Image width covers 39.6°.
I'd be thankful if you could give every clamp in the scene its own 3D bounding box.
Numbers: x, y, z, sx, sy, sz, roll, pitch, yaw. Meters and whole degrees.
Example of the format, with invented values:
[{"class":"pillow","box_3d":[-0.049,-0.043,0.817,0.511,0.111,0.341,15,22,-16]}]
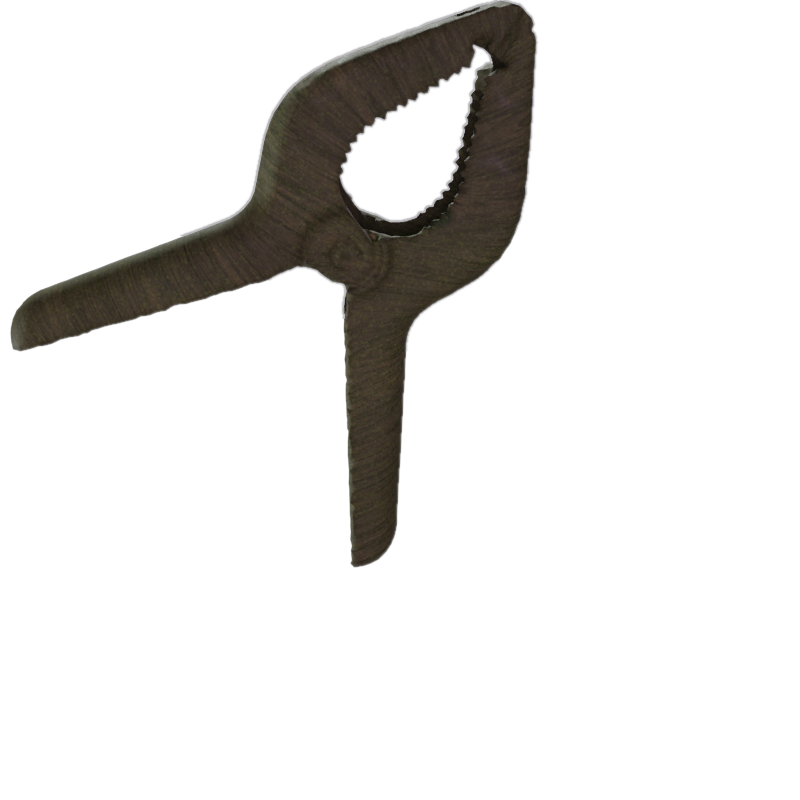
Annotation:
[{"class":"clamp","box_3d":[-0.031,-0.056,0.394,0.161,0.206,0.038,28,14,-8]}]
